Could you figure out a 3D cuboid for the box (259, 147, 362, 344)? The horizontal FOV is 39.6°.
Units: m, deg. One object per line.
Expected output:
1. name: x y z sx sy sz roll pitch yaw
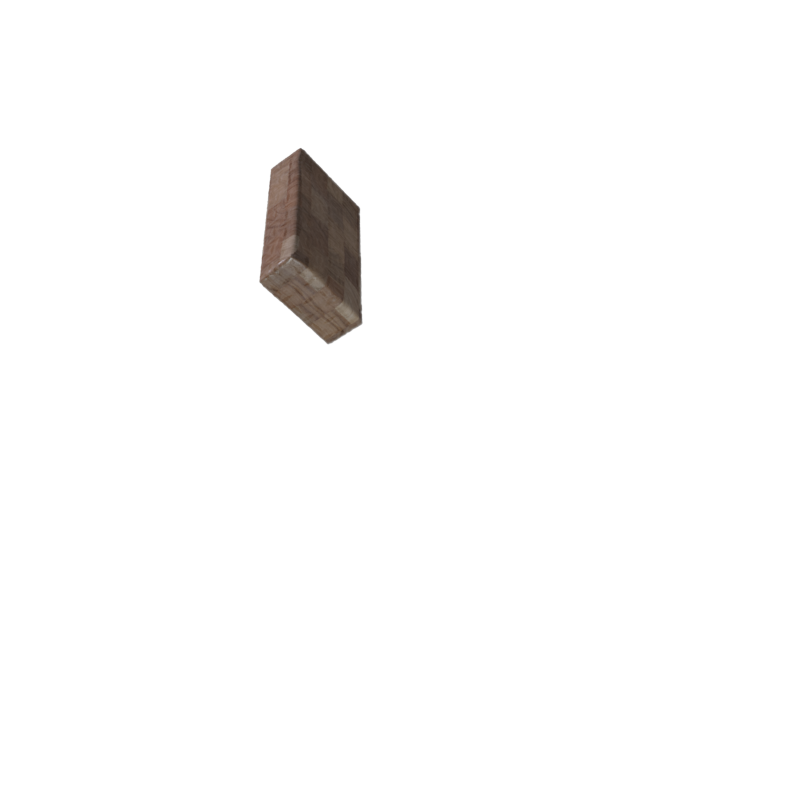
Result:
1. box: -0.078 -0.142 0.995 0.048 0.189 0.088 -34 -57 21
